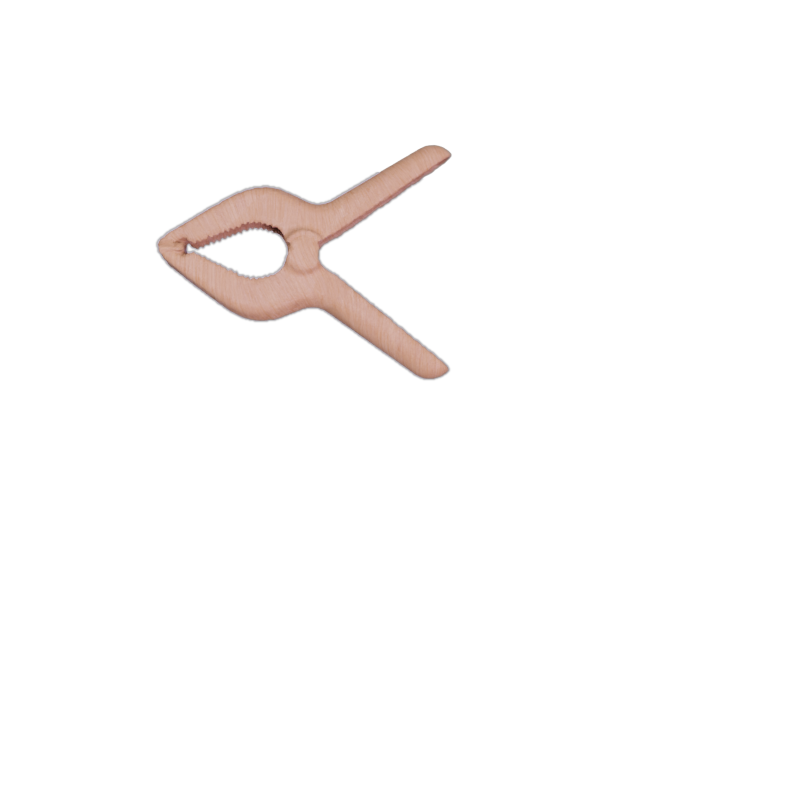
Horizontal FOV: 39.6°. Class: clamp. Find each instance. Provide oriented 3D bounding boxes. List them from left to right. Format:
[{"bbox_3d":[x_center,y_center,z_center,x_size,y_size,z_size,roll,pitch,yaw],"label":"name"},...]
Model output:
[{"bbox_3d":[-0.061,-0.110,0.773,0.211,0.169,0.035,9,-13,2],"label":"clamp"}]
